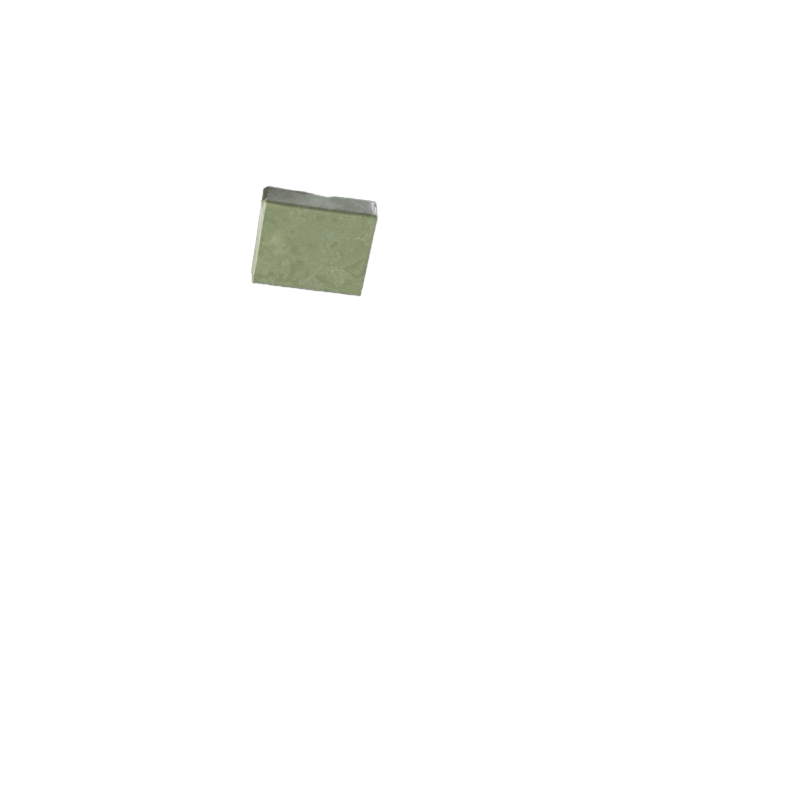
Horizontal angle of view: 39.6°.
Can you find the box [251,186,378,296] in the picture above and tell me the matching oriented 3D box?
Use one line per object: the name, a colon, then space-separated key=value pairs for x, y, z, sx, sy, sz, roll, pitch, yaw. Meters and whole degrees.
box: x=-0.067 y=-0.123 z=0.858 sx=0.088 sy=0.069 sz=0.032 roll=8 pitch=32 yaw=-5
